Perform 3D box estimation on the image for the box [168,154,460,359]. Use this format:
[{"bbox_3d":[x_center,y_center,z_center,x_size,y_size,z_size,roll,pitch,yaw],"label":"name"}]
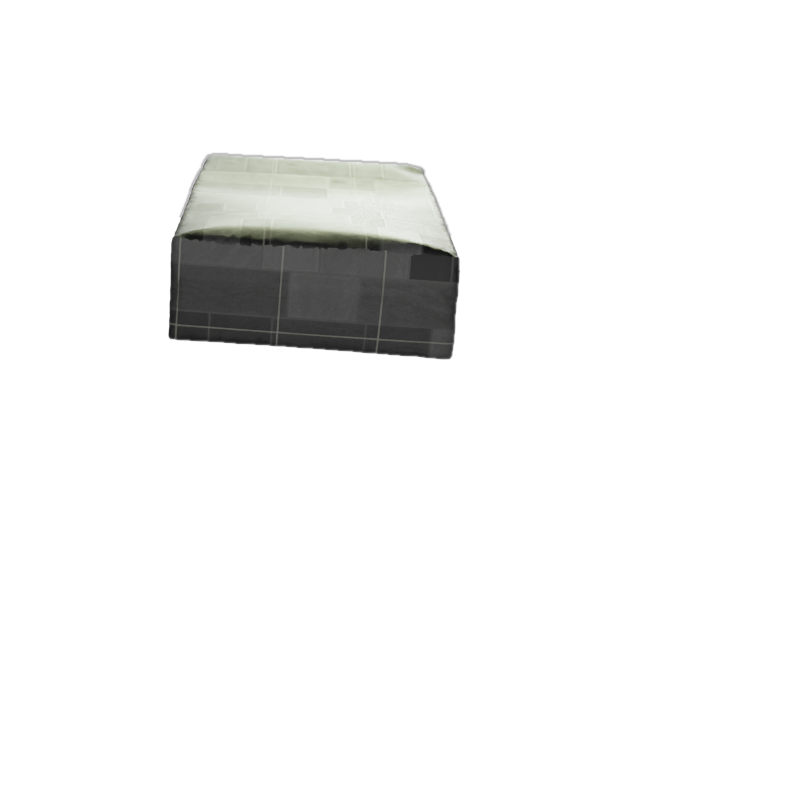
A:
[{"bbox_3d":[-0.056,-0.102,0.718,0.163,0.069,0.224,3,24,-4],"label":"box"}]
